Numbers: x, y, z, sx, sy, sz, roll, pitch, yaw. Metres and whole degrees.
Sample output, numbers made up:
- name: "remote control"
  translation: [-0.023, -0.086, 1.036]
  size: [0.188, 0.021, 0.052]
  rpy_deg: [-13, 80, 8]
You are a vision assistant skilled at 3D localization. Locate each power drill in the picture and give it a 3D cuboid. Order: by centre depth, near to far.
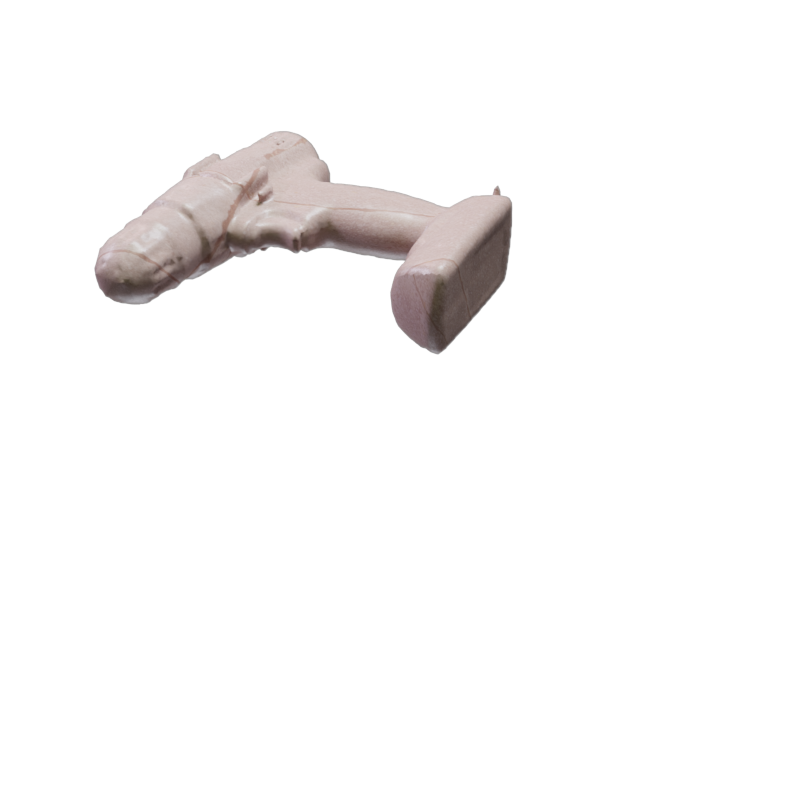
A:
- name: "power drill"
  translation: [-0.047, -0.087, 0.606]
  size: [0.196, 0.054, 0.188]
  rpy_deg: [19, 40, 23]
